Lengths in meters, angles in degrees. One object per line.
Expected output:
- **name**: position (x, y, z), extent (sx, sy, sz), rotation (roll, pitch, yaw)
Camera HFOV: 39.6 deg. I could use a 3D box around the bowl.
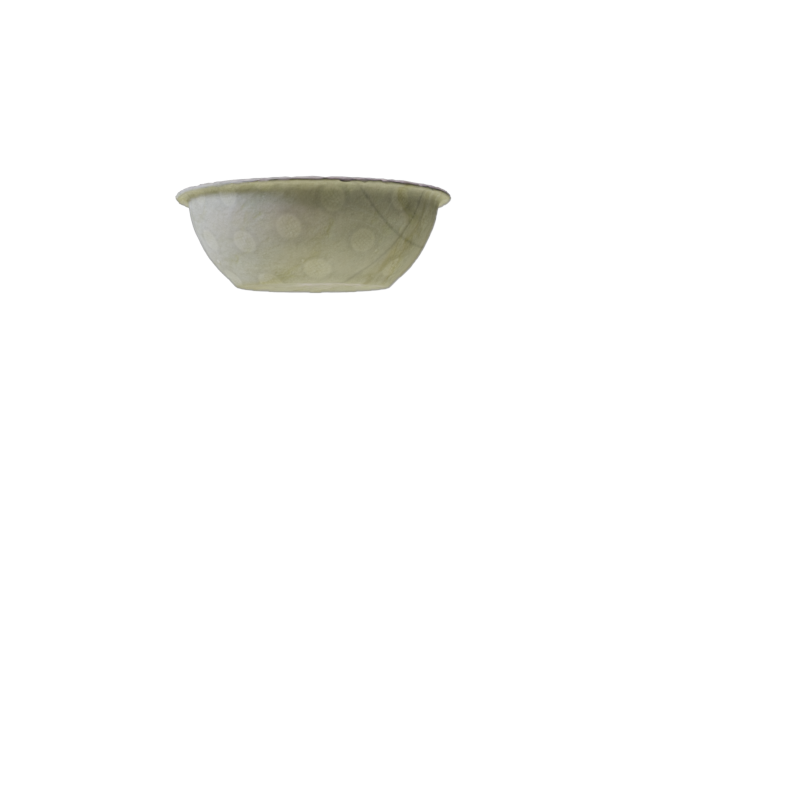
- **bowl**: position (-0.051, -0.093, 0.651), extent (0.162, 0.055, 0.161), rotation (0, 1, -2)
